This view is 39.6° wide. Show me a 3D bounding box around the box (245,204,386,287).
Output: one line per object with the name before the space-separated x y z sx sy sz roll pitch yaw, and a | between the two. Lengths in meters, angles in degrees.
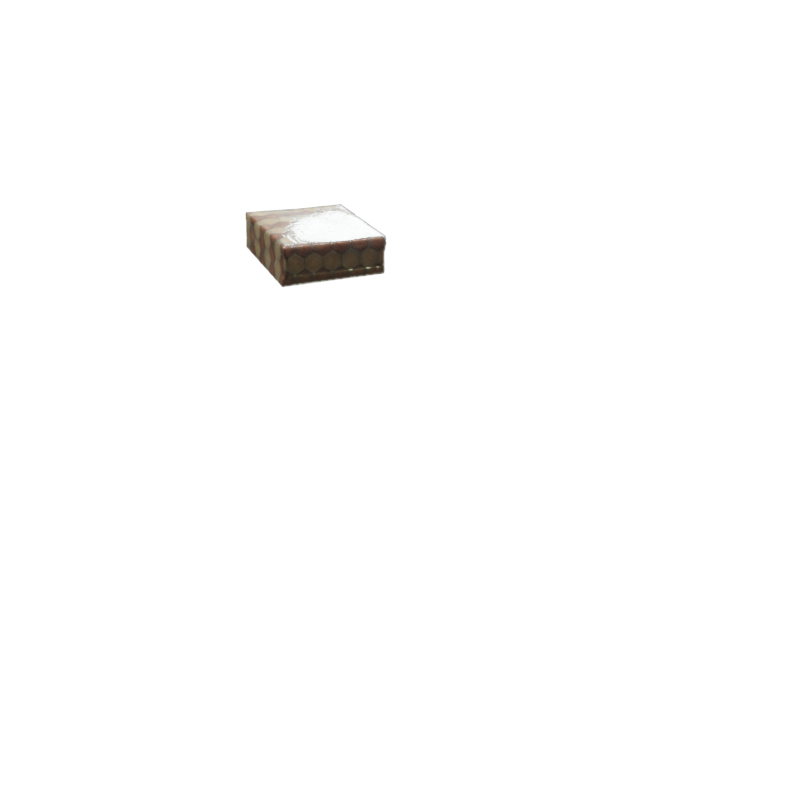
box | -0.059 -0.108 0.759 0.072 0.029 0.095 -8 25 -19
